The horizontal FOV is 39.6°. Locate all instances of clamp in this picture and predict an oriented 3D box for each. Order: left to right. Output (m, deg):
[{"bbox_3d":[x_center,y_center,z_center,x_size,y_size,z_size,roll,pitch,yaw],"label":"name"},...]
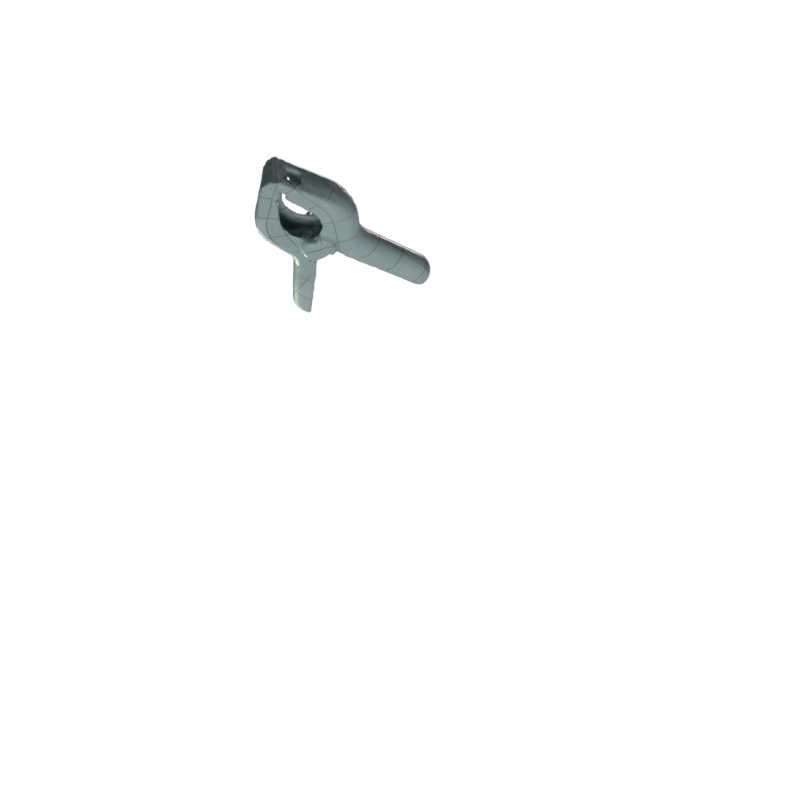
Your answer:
[{"bbox_3d":[-0.068,-0.124,0.870,0.120,0.042,0.159,-24,-45,27],"label":"clamp"}]
